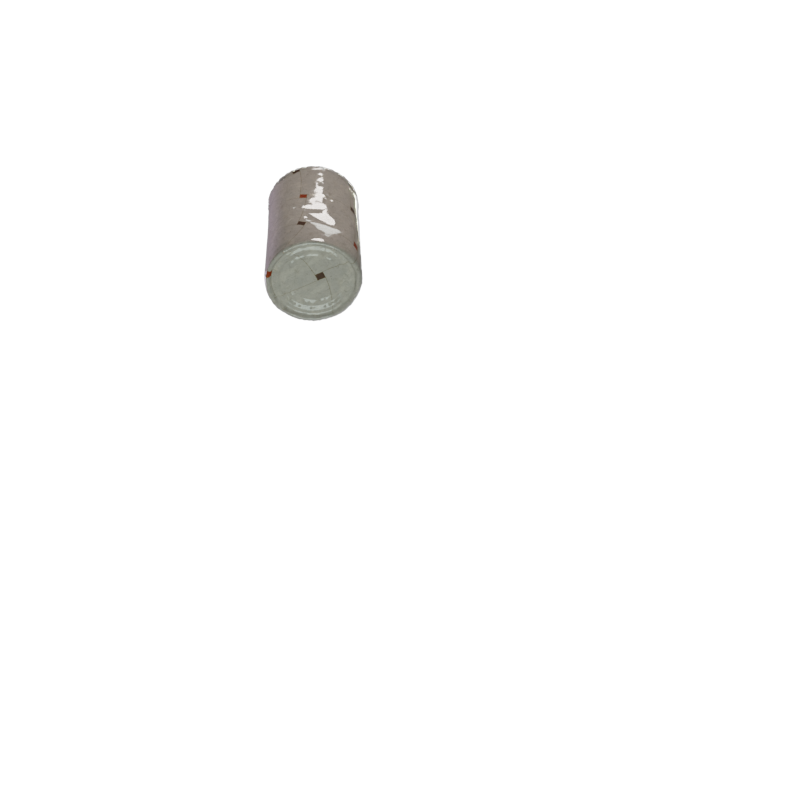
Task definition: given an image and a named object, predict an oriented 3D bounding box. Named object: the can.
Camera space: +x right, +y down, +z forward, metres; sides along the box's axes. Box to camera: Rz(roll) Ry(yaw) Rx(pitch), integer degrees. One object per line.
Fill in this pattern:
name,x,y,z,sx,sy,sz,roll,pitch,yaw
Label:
can,-0.062,-0.113,0.790,0.068,0.064,0.109,-1,38,-3
